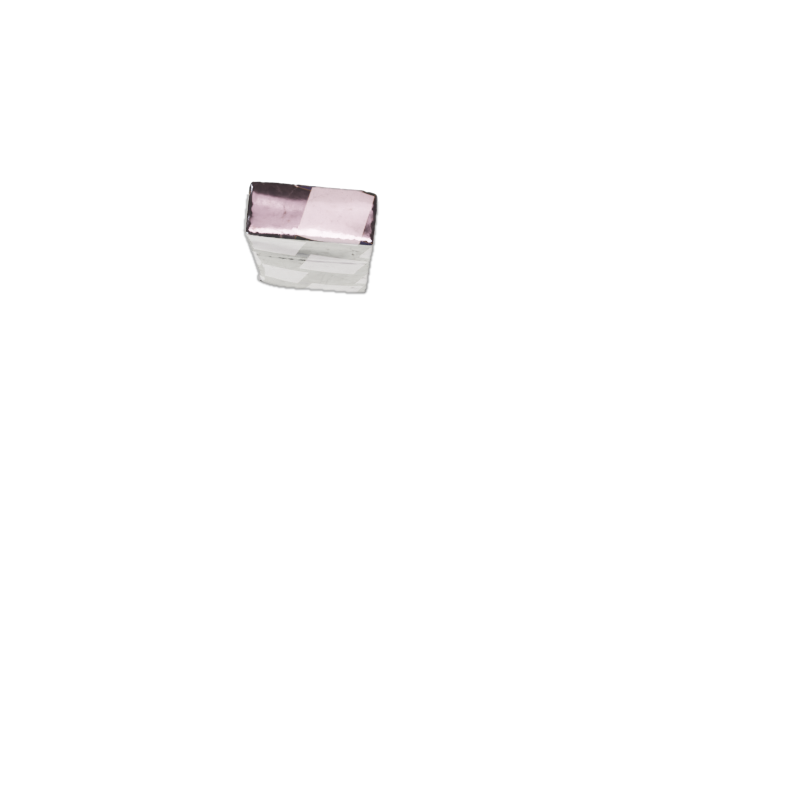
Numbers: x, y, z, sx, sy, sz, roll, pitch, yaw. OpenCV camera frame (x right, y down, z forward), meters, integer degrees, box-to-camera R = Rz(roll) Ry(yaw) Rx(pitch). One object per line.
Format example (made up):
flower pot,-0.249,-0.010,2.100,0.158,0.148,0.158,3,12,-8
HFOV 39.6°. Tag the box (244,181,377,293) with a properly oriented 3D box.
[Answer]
box,-0.067,-0.123,0.857,0.093,0.049,0.171,6,-9,-2
